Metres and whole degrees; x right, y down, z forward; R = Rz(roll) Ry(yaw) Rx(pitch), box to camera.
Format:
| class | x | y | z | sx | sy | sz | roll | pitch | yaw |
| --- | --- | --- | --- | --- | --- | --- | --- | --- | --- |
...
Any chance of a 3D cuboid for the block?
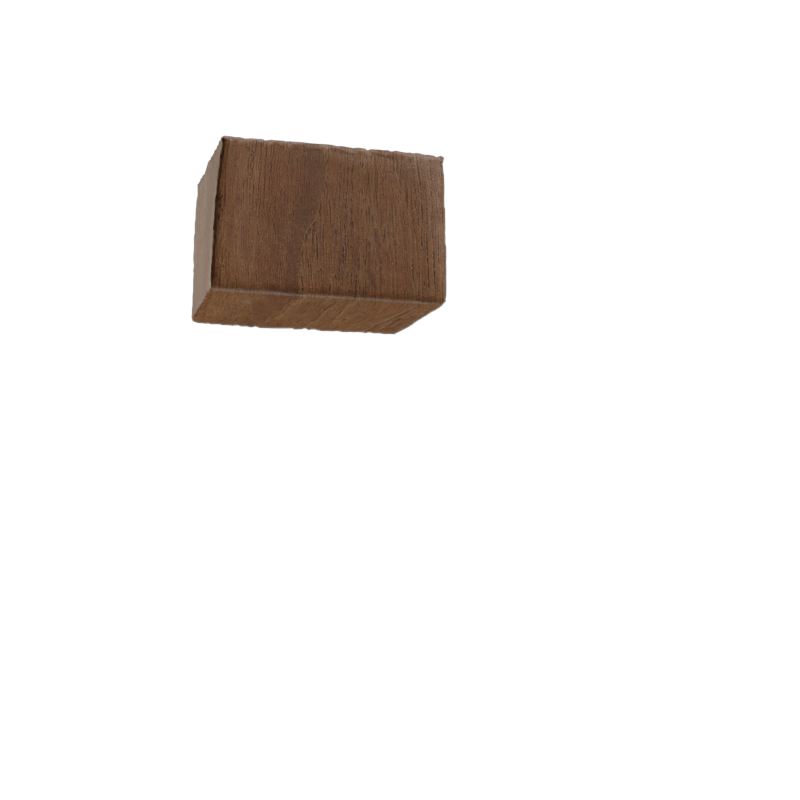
| class | x | y | z | sx | sy | sz | roll | pitch | yaw |
| --- | --- | --- | --- | --- | --- | --- | --- | --- | --- |
| block | -0.029 | -0.054 | 0.376 | 0.076 | 0.053 | 0.052 | 3 | -13 | -16 |
